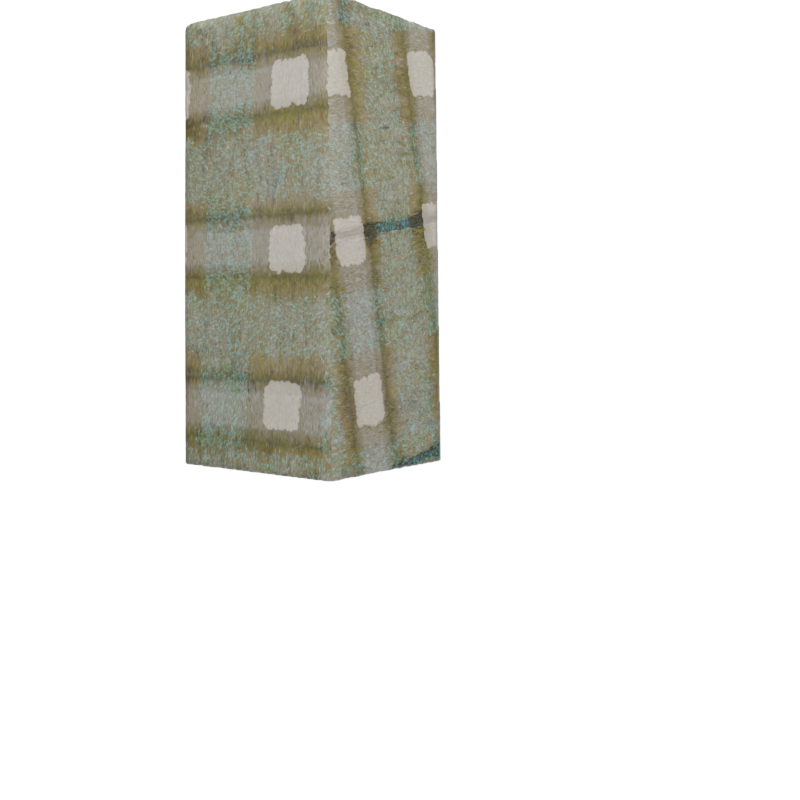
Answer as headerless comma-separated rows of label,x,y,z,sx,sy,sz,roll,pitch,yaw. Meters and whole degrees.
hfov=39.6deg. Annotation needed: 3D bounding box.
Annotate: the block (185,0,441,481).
block,-0.042,-0.075,0.525,0.094,0.208,0.086,-2,-3,36
